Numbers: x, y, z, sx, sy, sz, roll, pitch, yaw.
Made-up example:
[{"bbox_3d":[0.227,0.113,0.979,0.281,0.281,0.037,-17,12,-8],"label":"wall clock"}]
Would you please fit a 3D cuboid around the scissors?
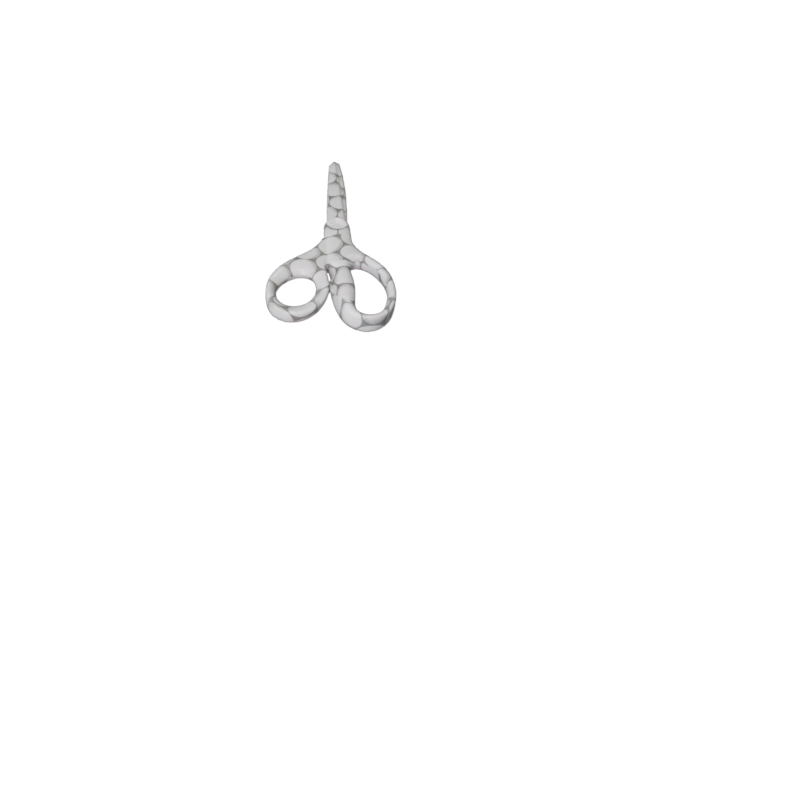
[{"bbox_3d":[-0.062,-0.113,0.794,0.095,0.015,0.218,-11,41,-13],"label":"scissors"}]
